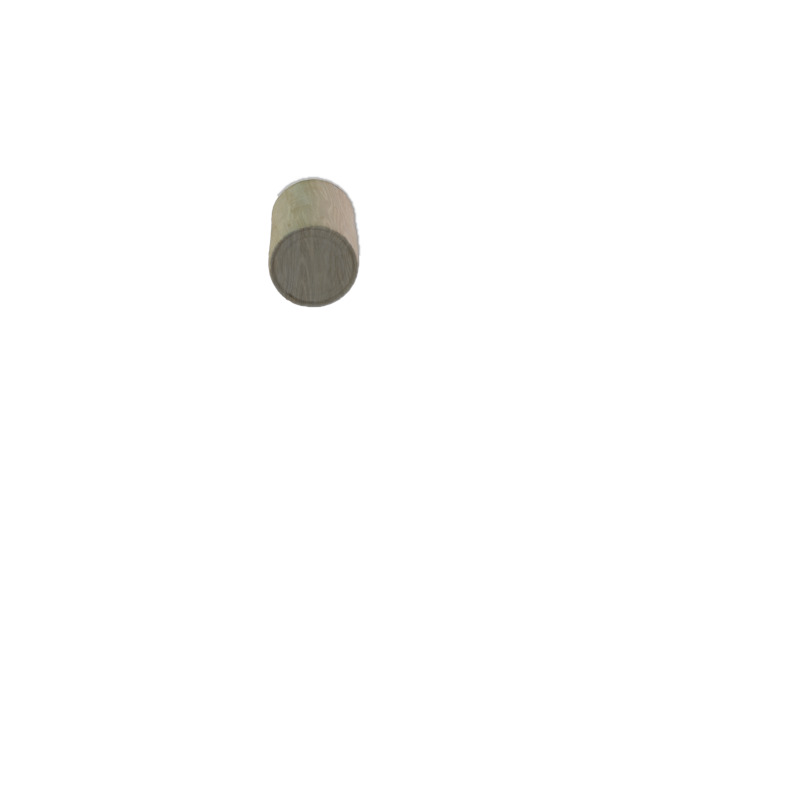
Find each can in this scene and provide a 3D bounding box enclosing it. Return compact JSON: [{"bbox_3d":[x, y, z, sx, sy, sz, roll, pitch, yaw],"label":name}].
[{"bbox_3d":[-0.066,-0.121,0.848,0.068,0.065,0.108,0,27,-3],"label":"can"}]
